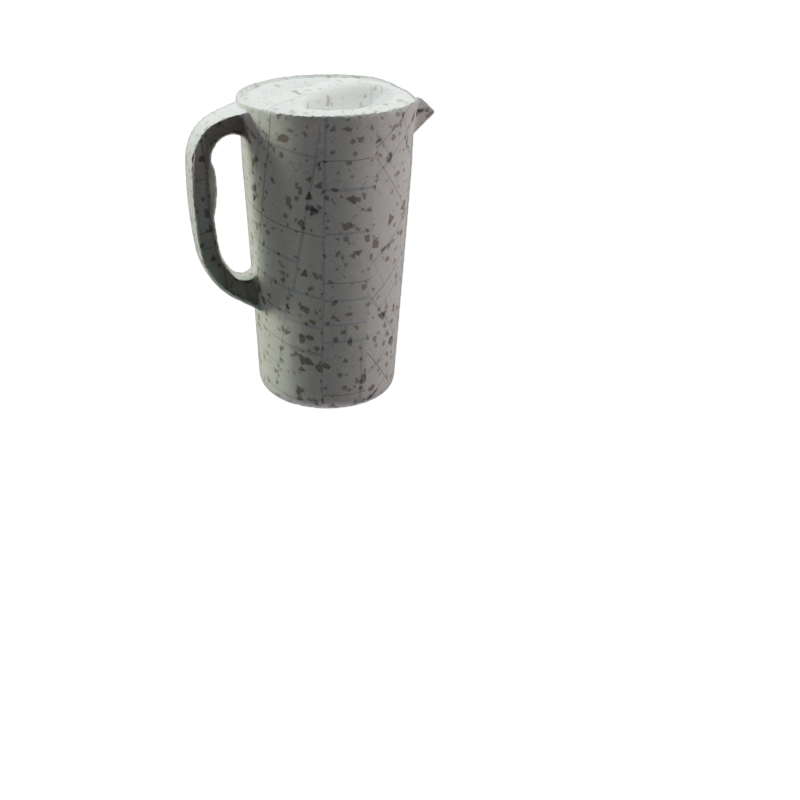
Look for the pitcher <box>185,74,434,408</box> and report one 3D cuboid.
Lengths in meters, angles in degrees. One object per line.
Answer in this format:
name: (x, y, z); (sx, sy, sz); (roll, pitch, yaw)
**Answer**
pitcher: (-0.066, -0.120, 0.844); (0.155, 0.232, 0.147); (11, 24, 21)
